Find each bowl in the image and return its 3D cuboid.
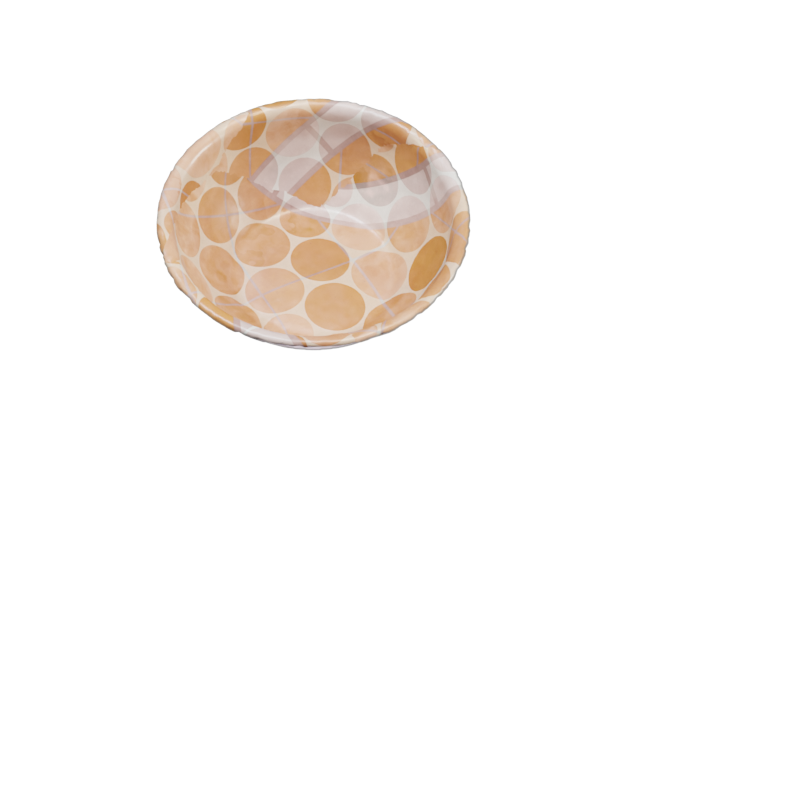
[{"bbox_3d":[-0.046,-0.085,0.592,0.162,0.173,0.051,-1,-34,-1],"label":"bowl"}]
